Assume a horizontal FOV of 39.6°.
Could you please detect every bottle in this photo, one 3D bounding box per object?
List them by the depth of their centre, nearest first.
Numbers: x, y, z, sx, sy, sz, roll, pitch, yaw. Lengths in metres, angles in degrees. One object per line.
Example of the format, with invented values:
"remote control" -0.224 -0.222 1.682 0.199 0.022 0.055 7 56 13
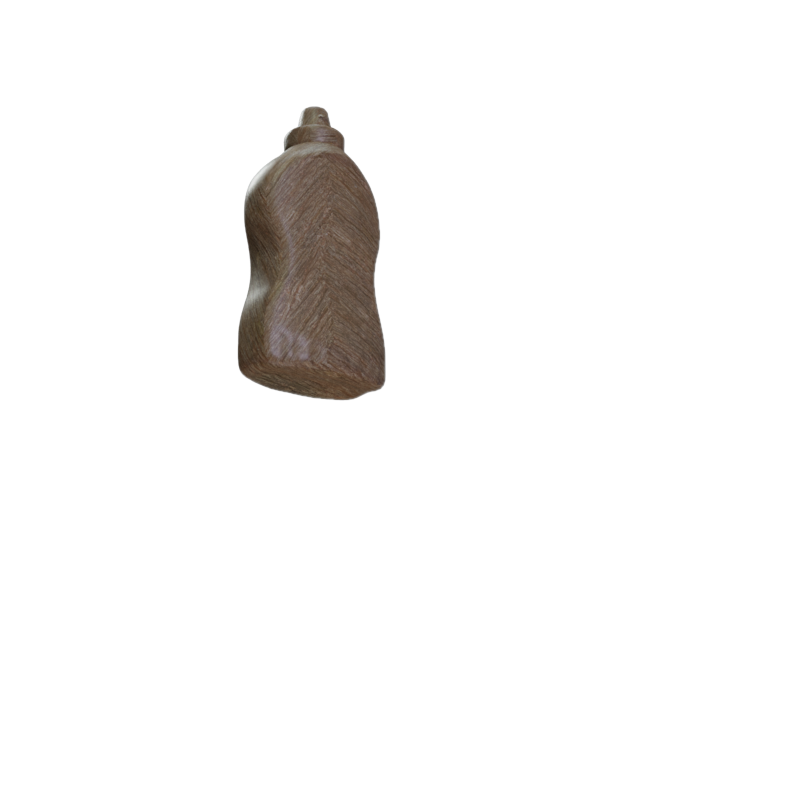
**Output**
"bottle" -0.055 -0.102 0.712 0.091 0.202 0.058 15 -28 -34
